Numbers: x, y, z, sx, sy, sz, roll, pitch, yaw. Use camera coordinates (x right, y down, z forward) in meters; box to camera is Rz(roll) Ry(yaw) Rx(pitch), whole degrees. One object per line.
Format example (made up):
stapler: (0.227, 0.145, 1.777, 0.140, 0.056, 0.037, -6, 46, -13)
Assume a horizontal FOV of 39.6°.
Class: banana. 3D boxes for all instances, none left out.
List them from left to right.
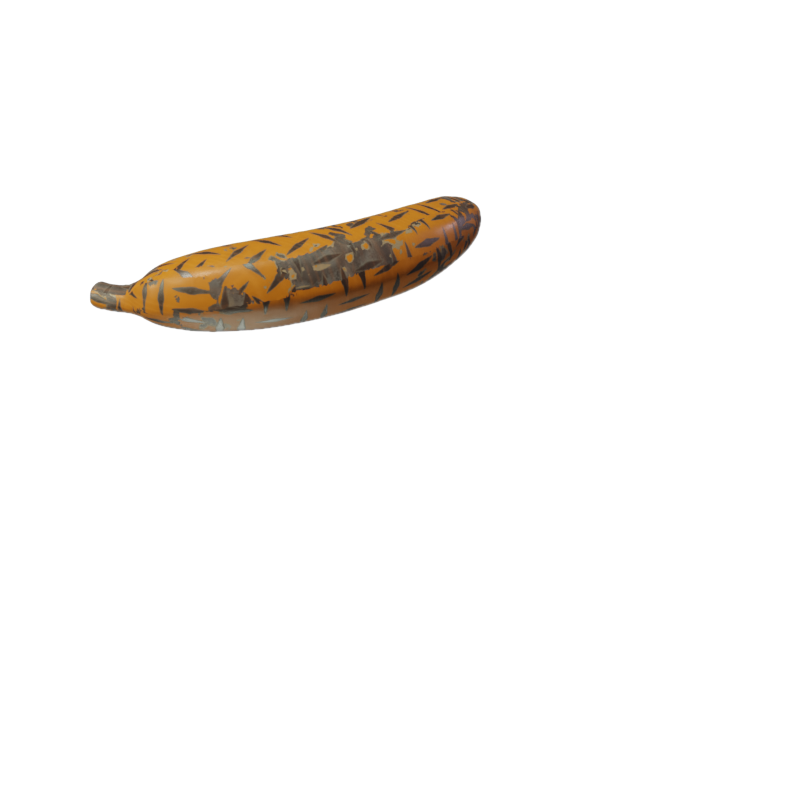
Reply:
banana: (-0.034, -0.063, 0.493, 0.194, 0.035, 0.075, -14, 31, -25)
